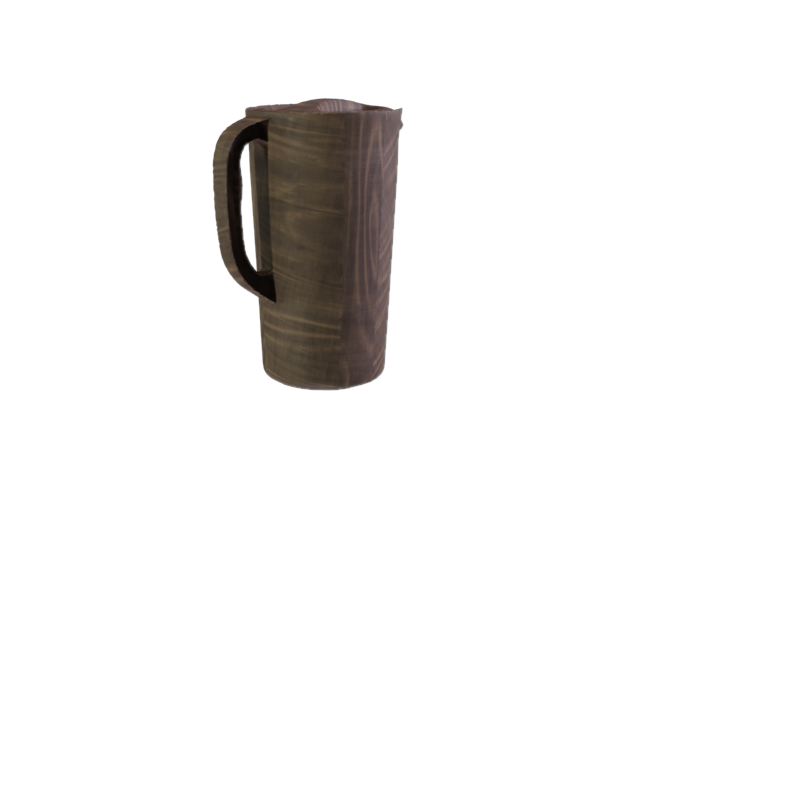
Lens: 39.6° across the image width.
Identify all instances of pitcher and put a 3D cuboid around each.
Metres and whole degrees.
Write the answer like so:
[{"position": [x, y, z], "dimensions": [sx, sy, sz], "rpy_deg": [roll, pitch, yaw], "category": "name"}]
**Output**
[{"position": [-0.075, -0.136, 0.952], "dimensions": [0.150, 0.237, 0.148], "rpy_deg": [2, 12, 4], "category": "pitcher"}]
